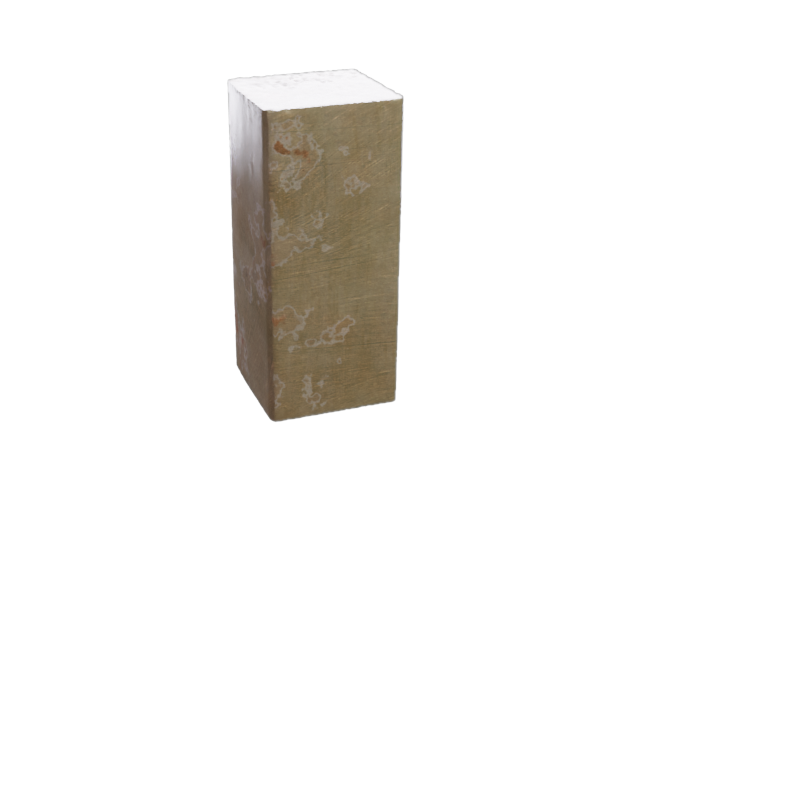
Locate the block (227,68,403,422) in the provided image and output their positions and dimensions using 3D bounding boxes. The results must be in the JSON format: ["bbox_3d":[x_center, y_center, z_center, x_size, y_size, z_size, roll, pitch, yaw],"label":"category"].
[{"bbox_3d":[-0.057,-0.103,0.723,0.089,0.196,0.096,-7,25,-20],"label":"block"}]
